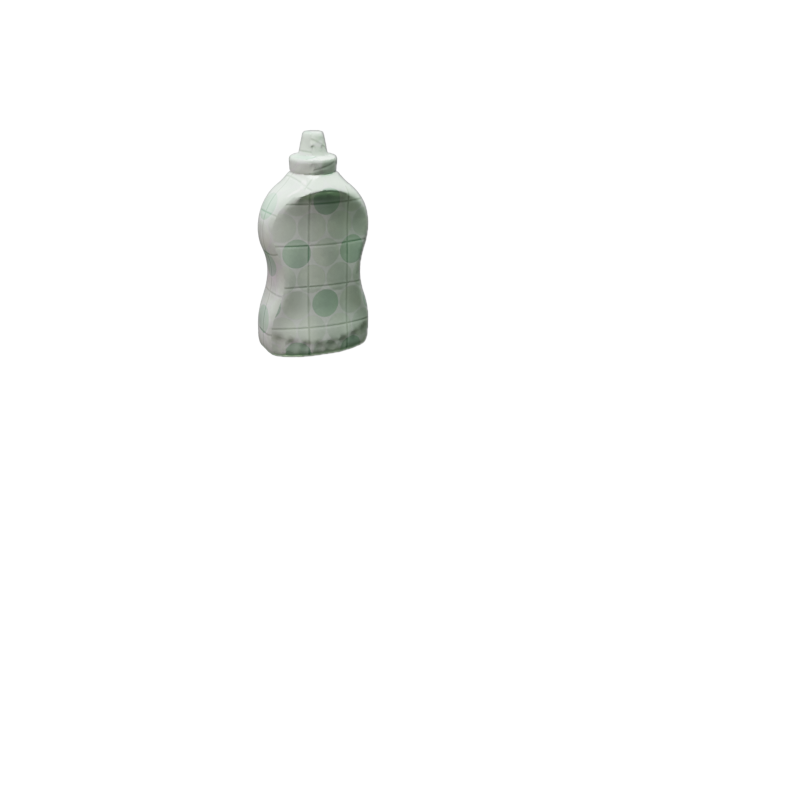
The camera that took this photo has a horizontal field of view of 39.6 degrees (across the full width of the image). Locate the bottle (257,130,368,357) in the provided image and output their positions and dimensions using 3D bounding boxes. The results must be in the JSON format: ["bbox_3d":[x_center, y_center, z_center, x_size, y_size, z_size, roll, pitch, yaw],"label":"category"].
[{"bbox_3d":[-0.075,-0.137,0.957,0.094,0.185,0.062,-6,18,-21],"label":"bottle"}]
